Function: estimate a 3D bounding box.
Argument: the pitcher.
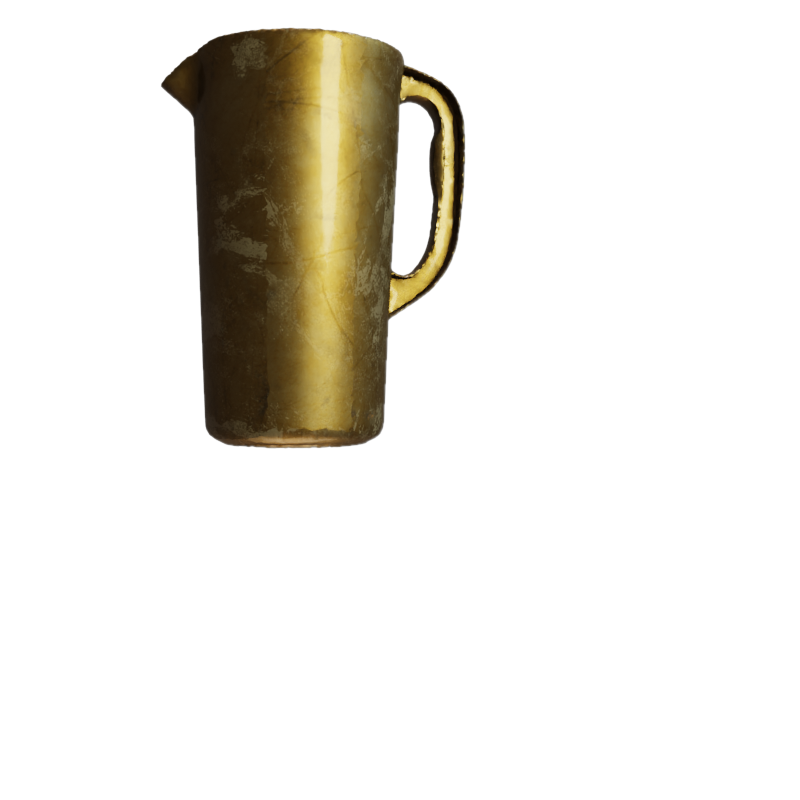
[{"bbox_3d":[-0.053,-0.097,0.680,0.154,0.246,0.139,-2,-4,33],"label":"pitcher"}]
